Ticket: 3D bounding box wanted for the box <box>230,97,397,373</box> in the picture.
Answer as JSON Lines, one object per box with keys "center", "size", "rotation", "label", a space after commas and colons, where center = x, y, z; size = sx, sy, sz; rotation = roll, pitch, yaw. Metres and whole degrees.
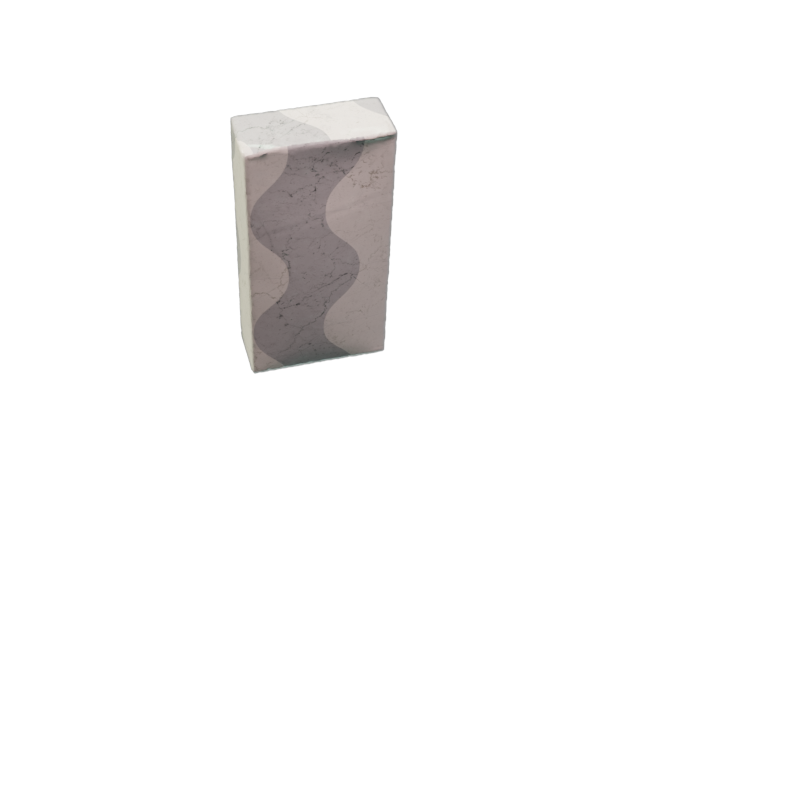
{"center": [-0.054, -0.098, 0.687], "size": [0.092, 0.164, 0.052], "rotation": [-10, 47, -13], "label": "box"}
